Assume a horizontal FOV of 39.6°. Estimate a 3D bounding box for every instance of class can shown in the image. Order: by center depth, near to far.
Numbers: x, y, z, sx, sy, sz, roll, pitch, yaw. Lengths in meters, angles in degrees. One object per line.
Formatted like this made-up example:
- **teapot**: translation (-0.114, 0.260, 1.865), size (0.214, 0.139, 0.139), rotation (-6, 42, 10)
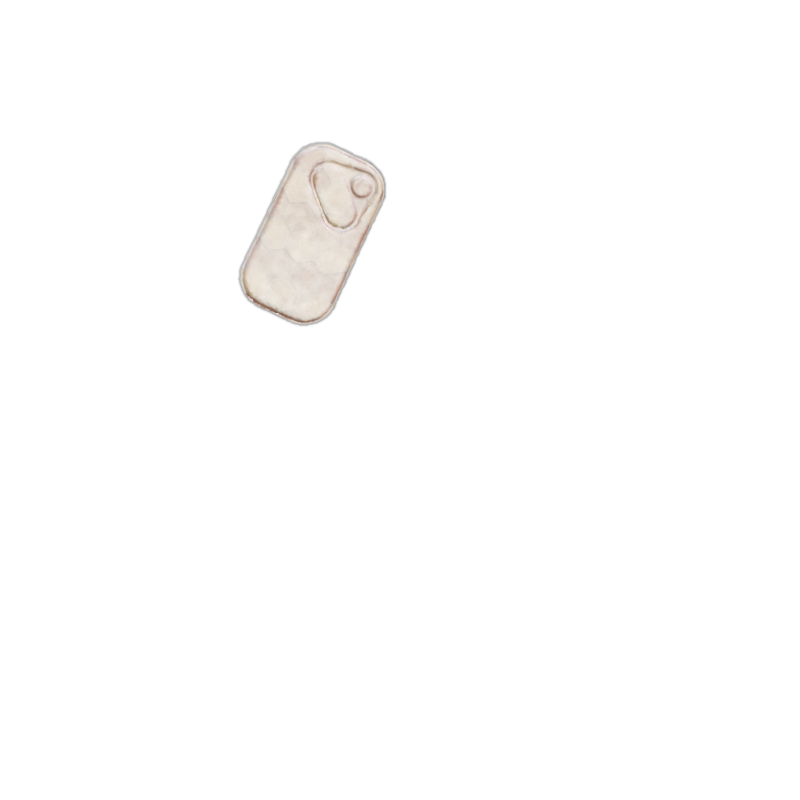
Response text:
- **can**: translation (-0.052, -0.095, 0.666), size (0.058, 0.103, 0.083), rotation (25, -4, -2)
